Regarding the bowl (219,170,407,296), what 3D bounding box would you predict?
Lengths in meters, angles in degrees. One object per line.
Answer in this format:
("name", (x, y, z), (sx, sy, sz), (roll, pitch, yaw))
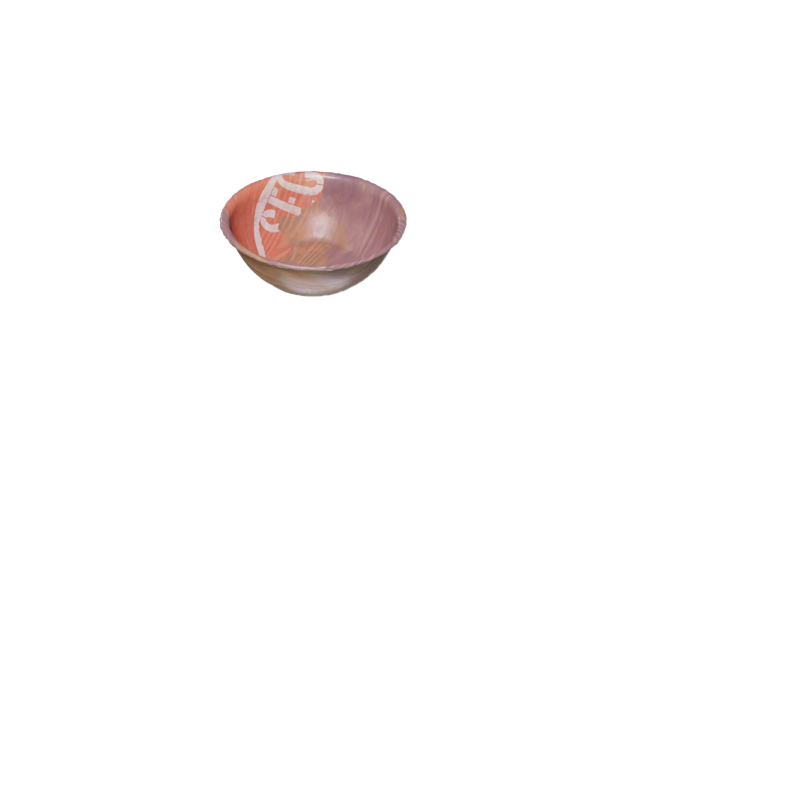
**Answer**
("bowl", (-0.076, -0.138, 0.970), (0.162, 0.051, 0.173), (-1, 38, -2))
